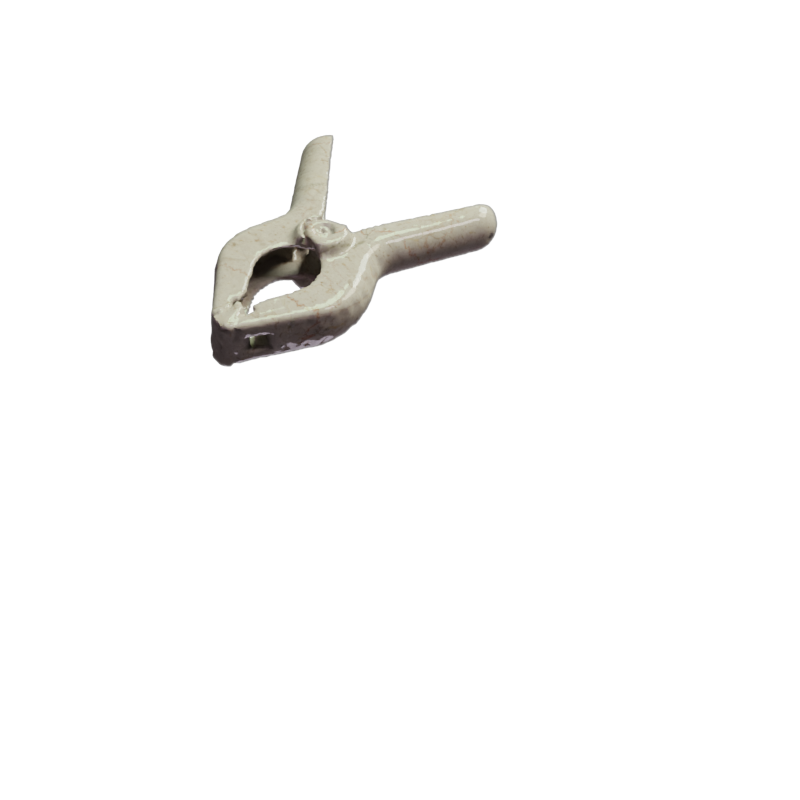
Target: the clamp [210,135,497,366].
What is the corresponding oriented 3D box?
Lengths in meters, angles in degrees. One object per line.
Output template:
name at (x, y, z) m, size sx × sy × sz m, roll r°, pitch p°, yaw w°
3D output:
clamp at (-0.045, -0.082, 0.573) m, size 0.128 × 0.037 × 0.172 m, roll 30°, pitch 48°, yaw 31°
